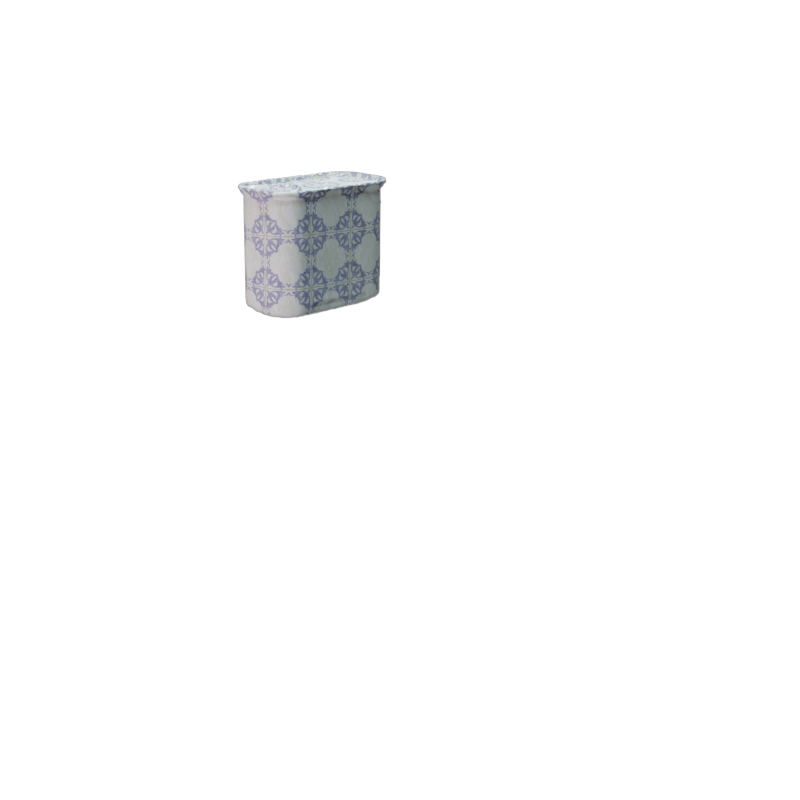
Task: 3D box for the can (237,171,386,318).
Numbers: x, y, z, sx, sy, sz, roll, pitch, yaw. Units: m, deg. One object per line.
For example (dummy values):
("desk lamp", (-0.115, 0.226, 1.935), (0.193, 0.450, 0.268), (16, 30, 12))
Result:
("can", (-0.059, -0.107, 0.749), (0.100, 0.081, 0.061), (-14, 21, -41))
